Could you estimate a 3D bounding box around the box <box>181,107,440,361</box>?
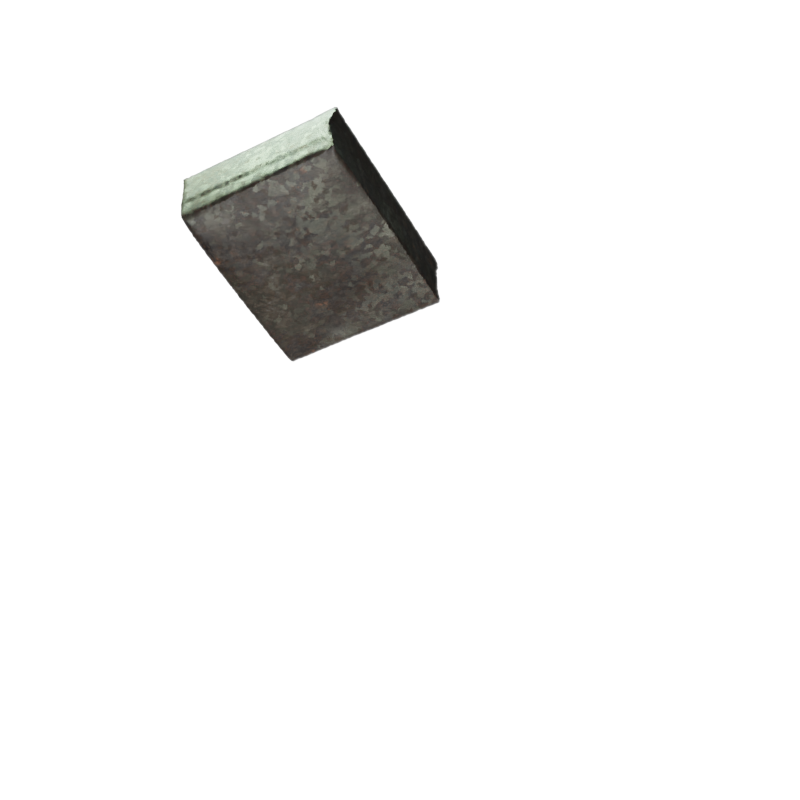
[{"bbox_3d":[-0.044,-0.080,0.559,0.090,0.042,0.105,-22,-51,18],"label":"box"}]
